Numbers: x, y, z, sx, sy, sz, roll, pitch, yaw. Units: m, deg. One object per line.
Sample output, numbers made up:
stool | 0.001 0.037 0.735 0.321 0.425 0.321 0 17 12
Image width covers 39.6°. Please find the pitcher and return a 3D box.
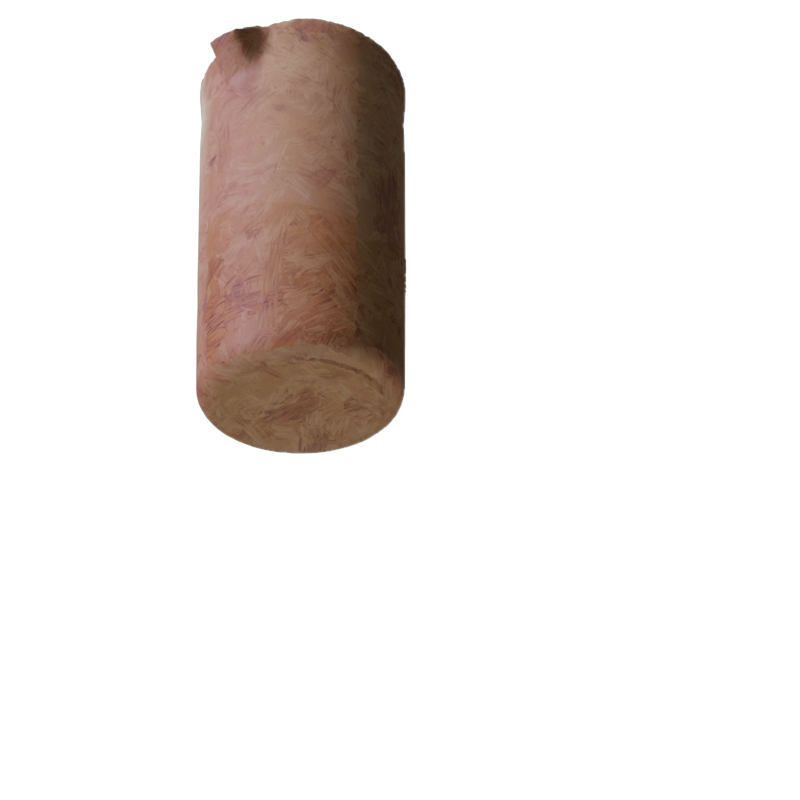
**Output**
pitcher | -0.051 -0.093 0.650 0.147 0.261 0.137 6 -38 -11
